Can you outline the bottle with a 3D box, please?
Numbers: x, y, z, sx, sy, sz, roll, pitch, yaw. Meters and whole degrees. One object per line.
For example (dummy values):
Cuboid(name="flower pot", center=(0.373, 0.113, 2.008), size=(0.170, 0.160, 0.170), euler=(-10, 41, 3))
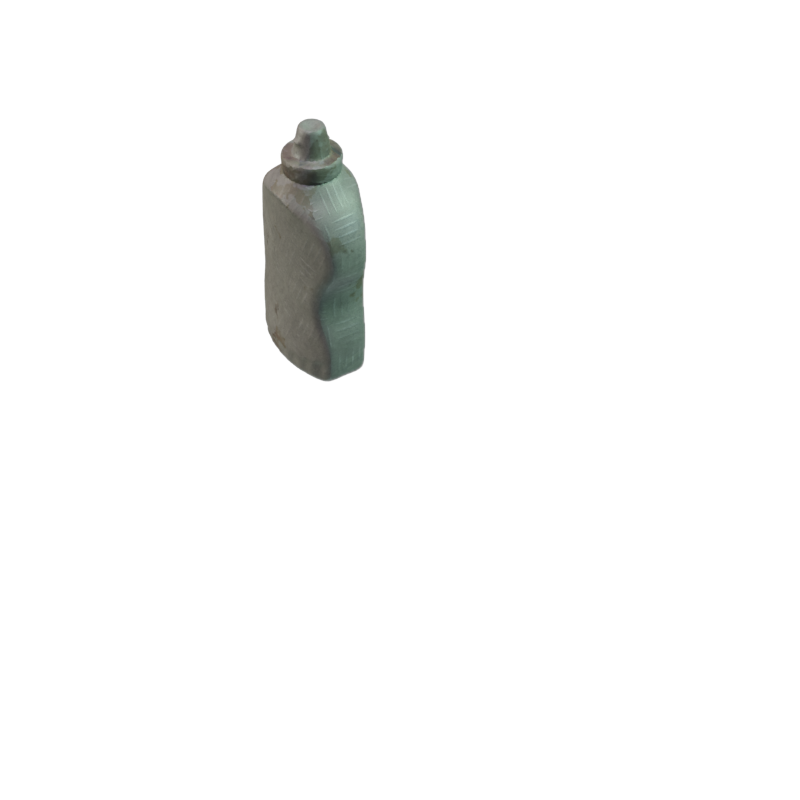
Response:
Cuboid(name="bottle", center=(-0.061, -0.110, 0.771), size=(0.058, 0.179, 0.104), euler=(-19, 46, -24))
